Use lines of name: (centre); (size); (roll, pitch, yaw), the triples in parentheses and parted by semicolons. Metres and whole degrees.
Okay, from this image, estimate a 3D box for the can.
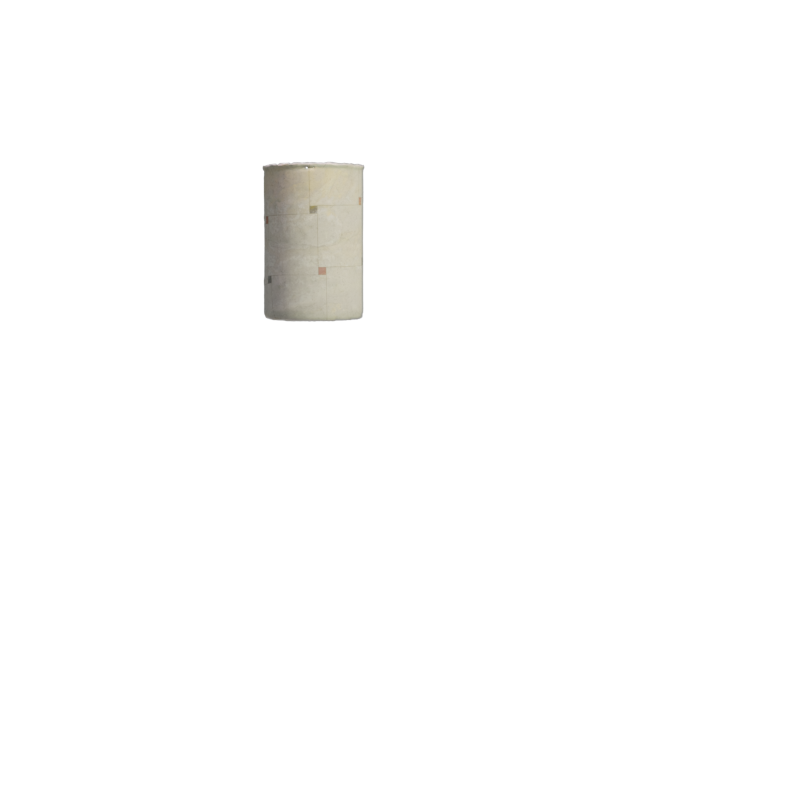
can: (-0.058, -0.106, 0.739); (0.068, 0.102, 0.069); (0, 2, -2)
